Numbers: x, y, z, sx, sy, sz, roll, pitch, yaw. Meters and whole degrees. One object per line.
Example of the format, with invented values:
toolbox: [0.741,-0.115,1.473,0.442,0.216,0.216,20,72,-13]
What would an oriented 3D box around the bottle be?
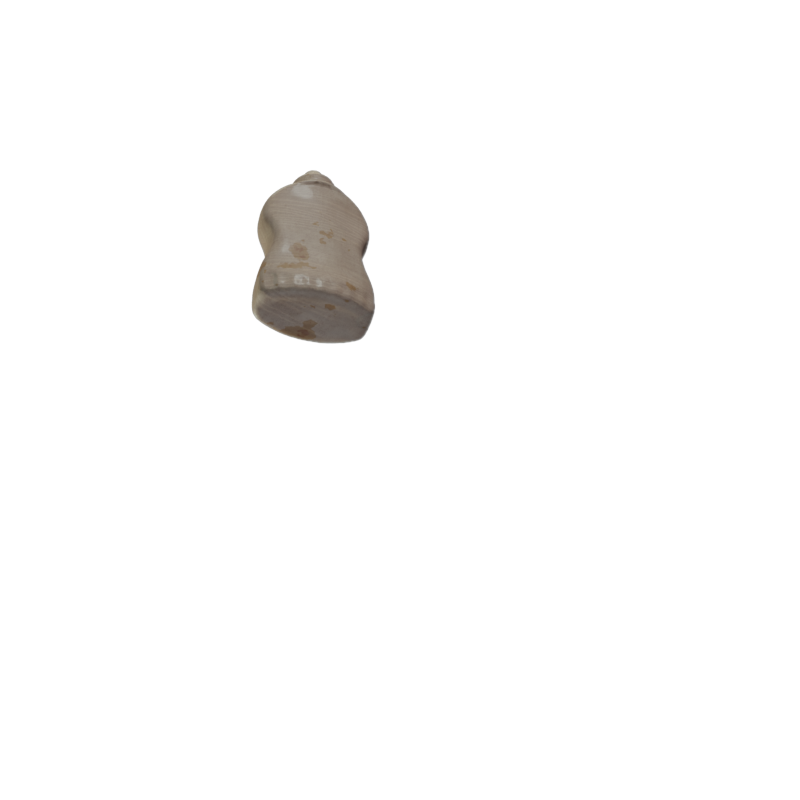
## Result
bottle: [-0.074,-0.134,0.941,0.094,0.055,0.206,9,42,-12]
